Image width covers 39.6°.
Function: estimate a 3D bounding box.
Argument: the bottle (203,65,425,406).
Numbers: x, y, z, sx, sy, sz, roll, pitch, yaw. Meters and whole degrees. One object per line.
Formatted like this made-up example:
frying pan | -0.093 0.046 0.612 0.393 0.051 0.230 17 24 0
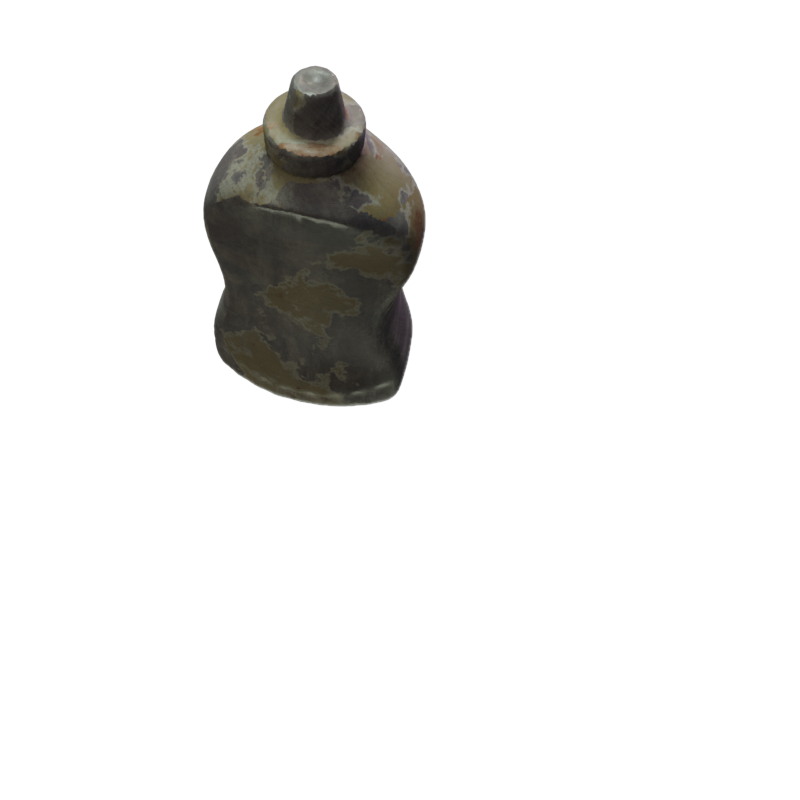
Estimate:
bottle | -0.039 -0.071 0.494 0.098 0.061 0.179 15 -34 7
